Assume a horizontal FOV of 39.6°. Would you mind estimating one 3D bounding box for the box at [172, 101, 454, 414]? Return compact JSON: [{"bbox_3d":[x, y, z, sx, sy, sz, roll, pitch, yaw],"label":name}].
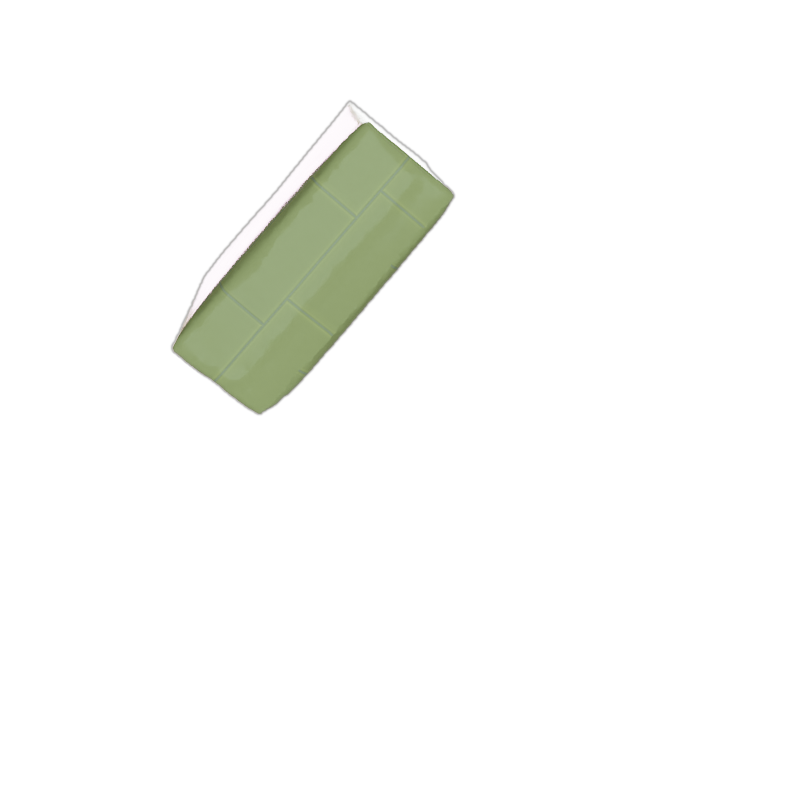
[{"bbox_3d":[-0.054,-0.099,0.690,0.070,0.163,0.221,40,9,-14],"label":"box"}]
